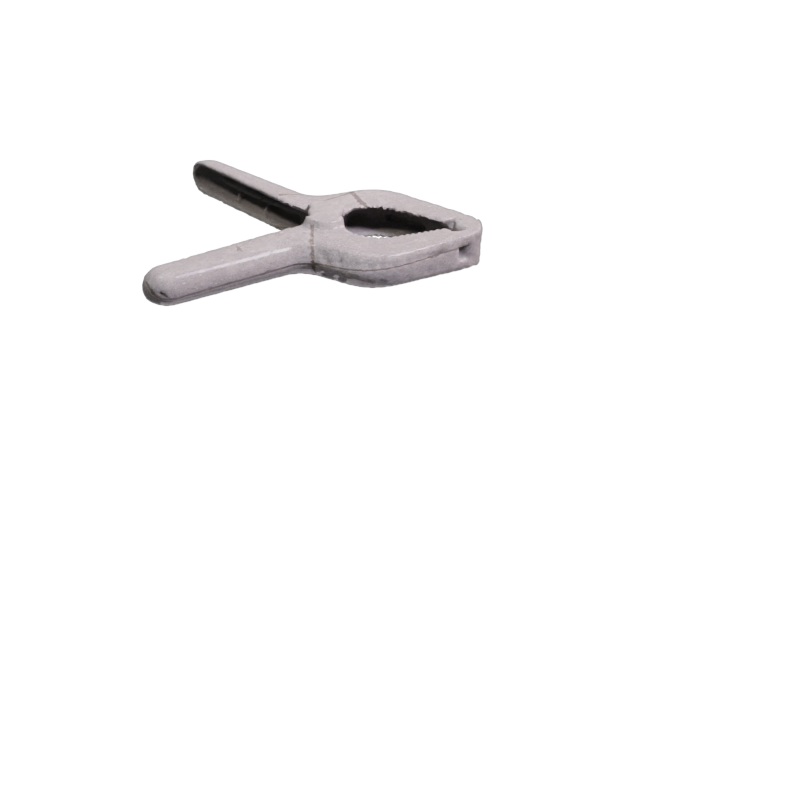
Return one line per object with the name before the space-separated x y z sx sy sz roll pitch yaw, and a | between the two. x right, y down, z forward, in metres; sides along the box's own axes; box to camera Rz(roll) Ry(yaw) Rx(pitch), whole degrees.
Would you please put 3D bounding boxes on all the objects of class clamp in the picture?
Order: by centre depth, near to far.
clamp | -0.056 -0.101 0.709 0.213 0.034 0.173 7 37 9
